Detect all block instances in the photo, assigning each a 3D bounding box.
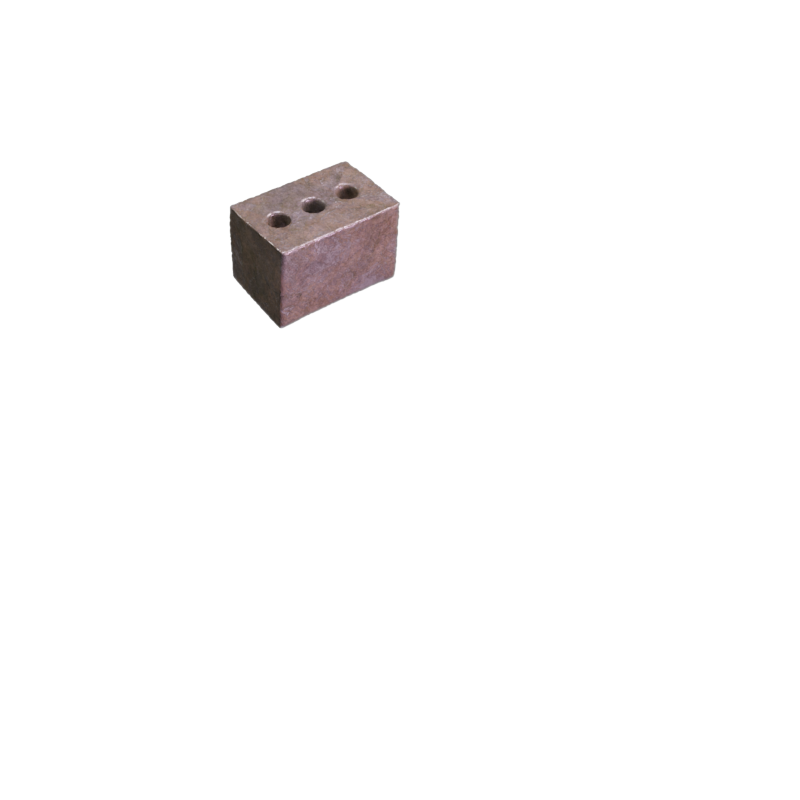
[{"bbox_3d":[-0.047,-0.086,0.602,0.078,0.048,0.057,-27,50,-27],"label":"block"}]
